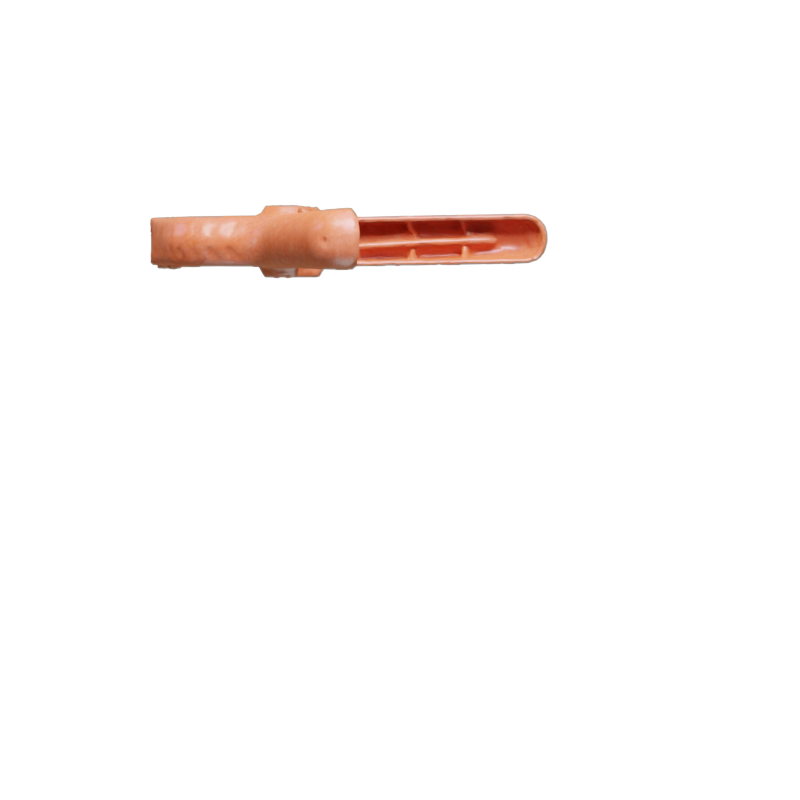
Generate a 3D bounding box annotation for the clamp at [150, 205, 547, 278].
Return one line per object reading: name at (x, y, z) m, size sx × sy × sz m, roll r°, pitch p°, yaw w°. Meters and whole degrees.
clamp at (-0.044, -0.080, 0.559) m, size 0.219 × 0.036 × 0.159 m, roll 7°, pitch 9°, yaw 44°
